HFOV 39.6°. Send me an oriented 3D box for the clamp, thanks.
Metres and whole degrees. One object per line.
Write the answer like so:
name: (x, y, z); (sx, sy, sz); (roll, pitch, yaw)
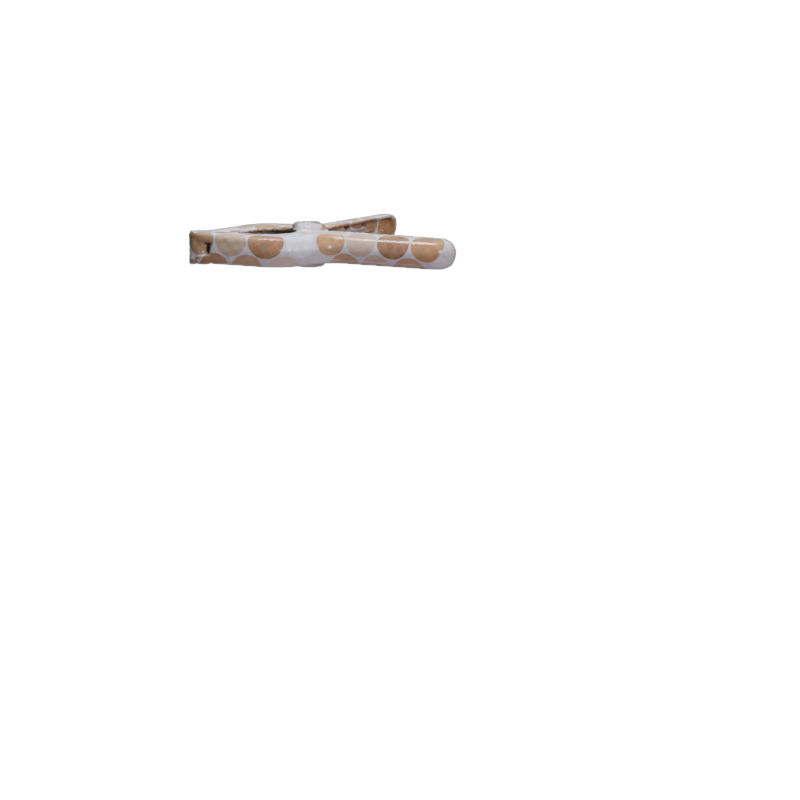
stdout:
clamp: (-0.074, -0.134, 0.940); (0.208, 0.035, 0.171); (-2, 16, -8)
